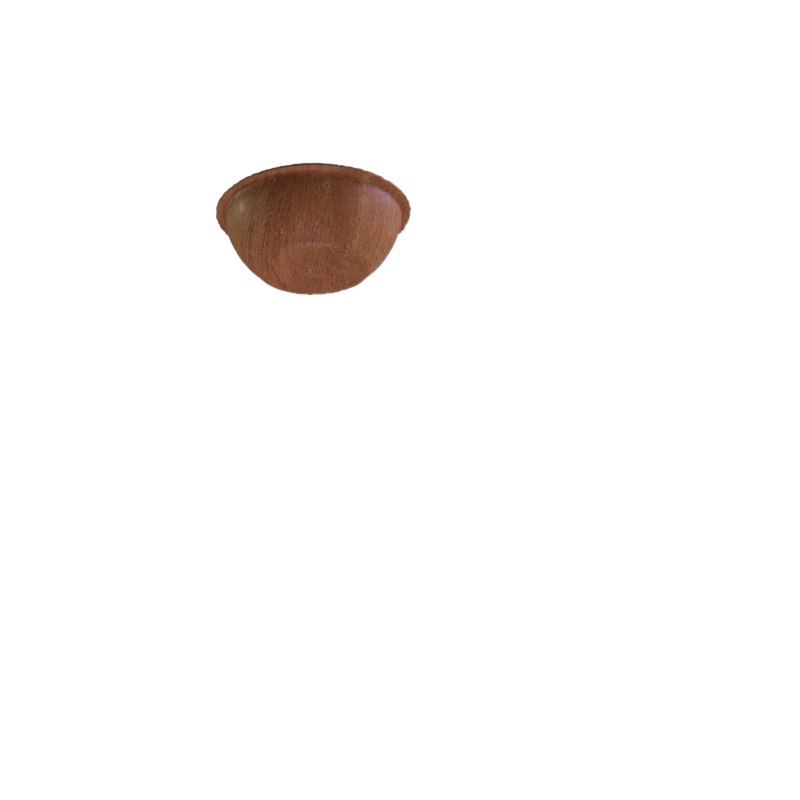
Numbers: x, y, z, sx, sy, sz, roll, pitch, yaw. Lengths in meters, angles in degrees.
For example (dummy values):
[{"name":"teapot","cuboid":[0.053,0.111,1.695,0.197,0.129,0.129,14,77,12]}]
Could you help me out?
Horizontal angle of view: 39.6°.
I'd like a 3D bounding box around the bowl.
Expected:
[{"name":"bowl","cuboid":[-0.071,-0.130,0.909,0.162,0.058,0.154,1,-22,-2]}]
